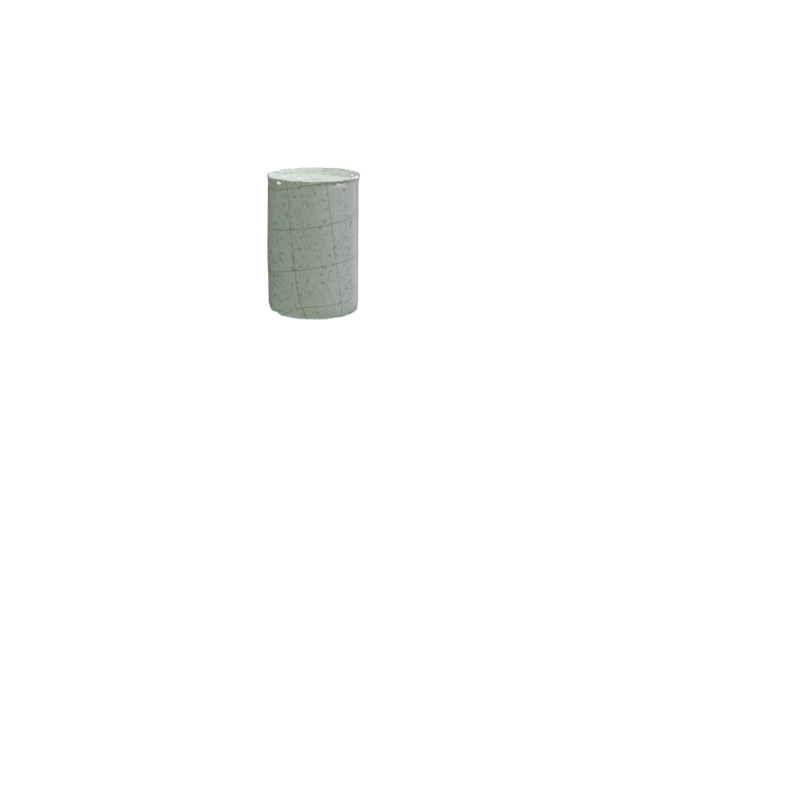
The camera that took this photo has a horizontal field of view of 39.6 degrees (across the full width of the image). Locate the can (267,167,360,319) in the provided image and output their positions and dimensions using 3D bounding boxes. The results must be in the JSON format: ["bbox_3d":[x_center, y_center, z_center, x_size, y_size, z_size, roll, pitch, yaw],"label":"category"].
[{"bbox_3d":[-0.064,-0.117,0.819,0.068,0.099,0.071,0,14,-2],"label":"can"}]
